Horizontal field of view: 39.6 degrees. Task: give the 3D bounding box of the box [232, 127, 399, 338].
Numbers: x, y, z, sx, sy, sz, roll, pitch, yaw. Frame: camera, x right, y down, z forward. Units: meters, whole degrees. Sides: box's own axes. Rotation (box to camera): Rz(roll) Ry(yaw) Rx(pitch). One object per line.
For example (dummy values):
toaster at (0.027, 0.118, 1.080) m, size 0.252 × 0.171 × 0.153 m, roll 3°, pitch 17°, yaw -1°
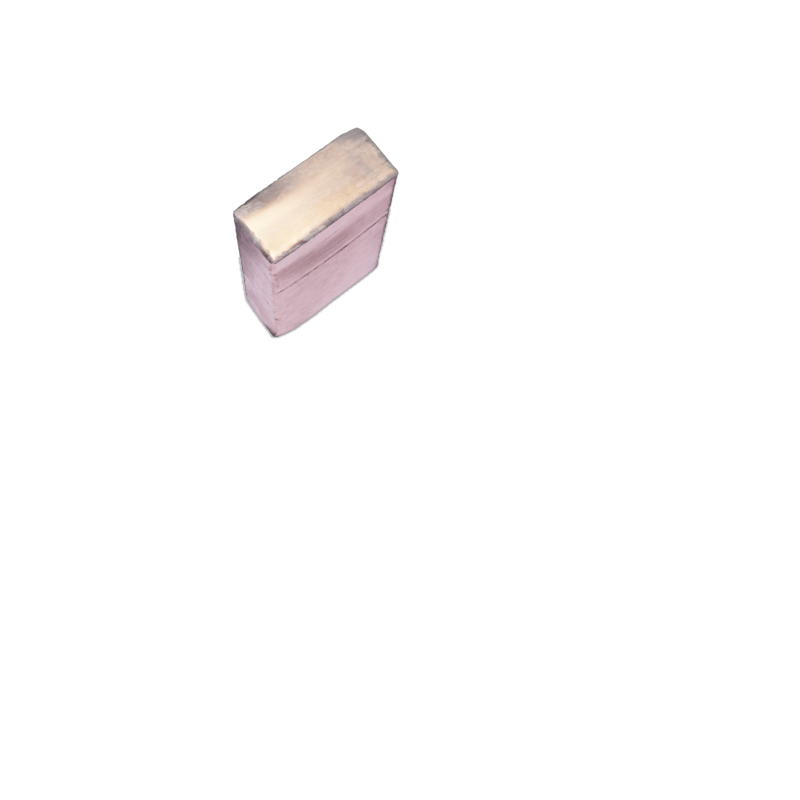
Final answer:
box at (-0.055, -0.101, 0.702) m, size 0.094 × 0.050 × 0.169 m, roll -38°, pitch -9°, yaw -12°
